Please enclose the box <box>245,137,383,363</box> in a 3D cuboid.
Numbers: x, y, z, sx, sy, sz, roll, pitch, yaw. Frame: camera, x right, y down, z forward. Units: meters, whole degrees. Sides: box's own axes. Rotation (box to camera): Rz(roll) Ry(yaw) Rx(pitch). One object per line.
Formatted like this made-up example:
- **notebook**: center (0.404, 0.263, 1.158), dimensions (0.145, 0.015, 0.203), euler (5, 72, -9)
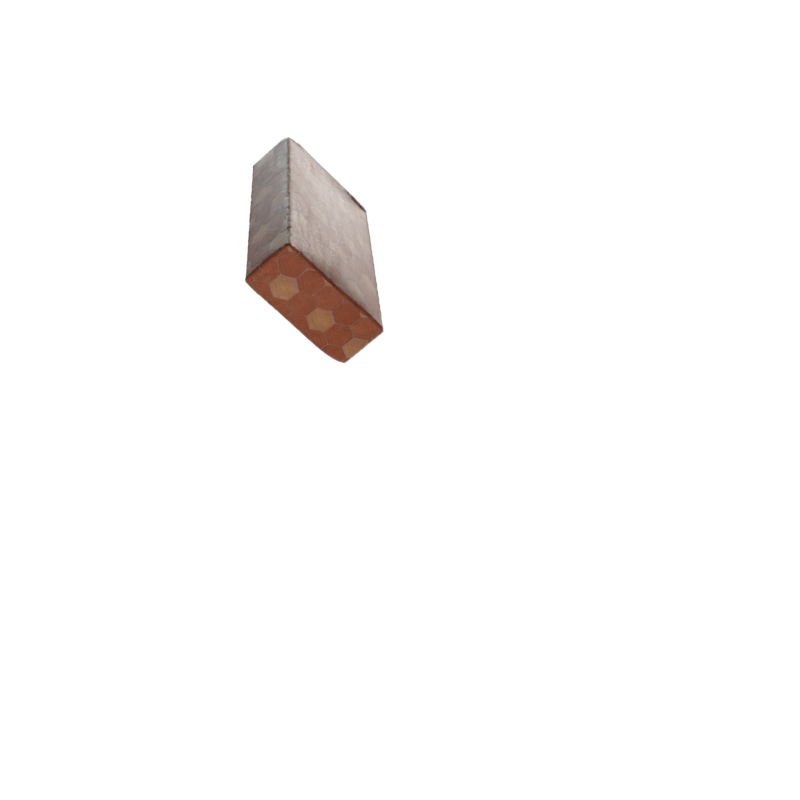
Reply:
- **box**: center (-0.061, -0.112, 0.779), dimensions (0.048, 0.088, 0.188), euler (-38, 29, 21)
